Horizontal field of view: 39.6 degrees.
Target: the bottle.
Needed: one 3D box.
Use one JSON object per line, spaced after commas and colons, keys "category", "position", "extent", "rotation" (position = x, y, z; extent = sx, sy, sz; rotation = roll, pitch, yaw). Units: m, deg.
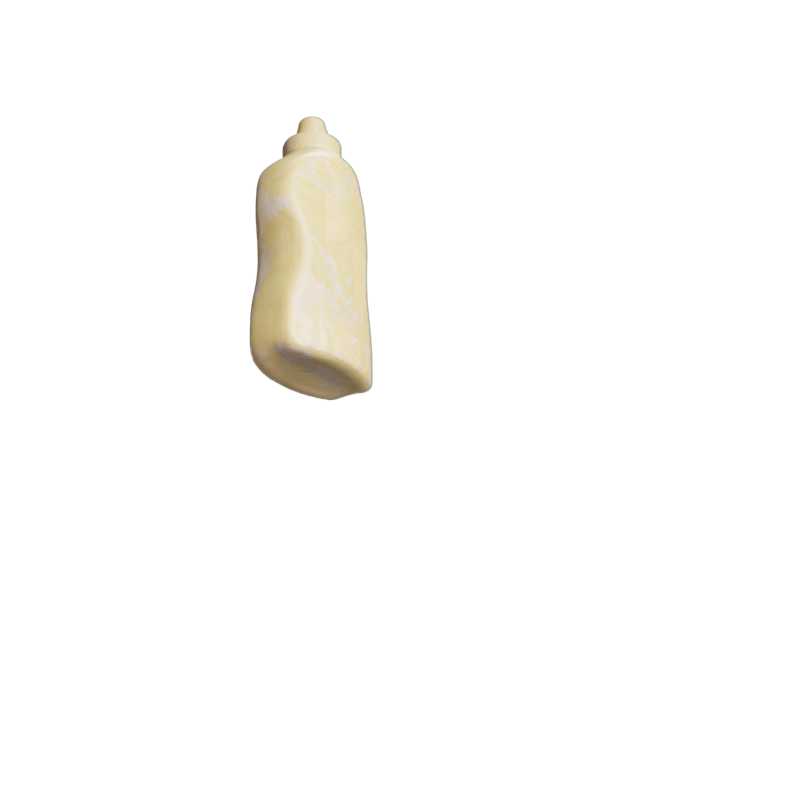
{"category": "bottle", "position": [-0.057, -0.104, 0.729], "extent": [0.059, 0.203, 0.089], "rotation": [-19, -31, 30]}
